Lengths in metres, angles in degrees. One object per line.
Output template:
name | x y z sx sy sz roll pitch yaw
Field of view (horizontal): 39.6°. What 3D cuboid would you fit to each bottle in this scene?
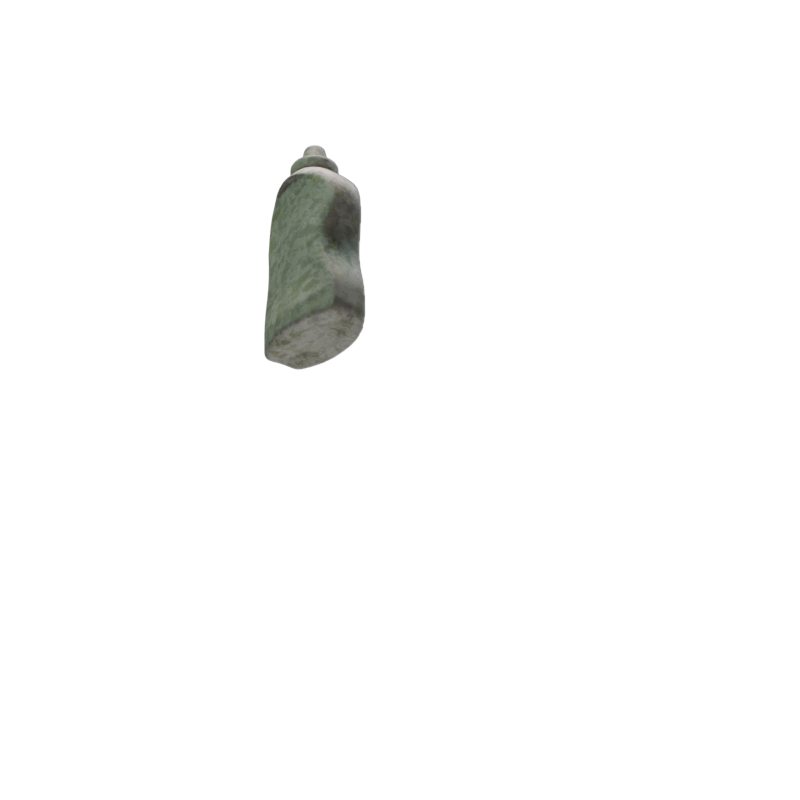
bottle | -0.070 -0.127 0.894 0.055 0.205 0.094 20 -38 -30
